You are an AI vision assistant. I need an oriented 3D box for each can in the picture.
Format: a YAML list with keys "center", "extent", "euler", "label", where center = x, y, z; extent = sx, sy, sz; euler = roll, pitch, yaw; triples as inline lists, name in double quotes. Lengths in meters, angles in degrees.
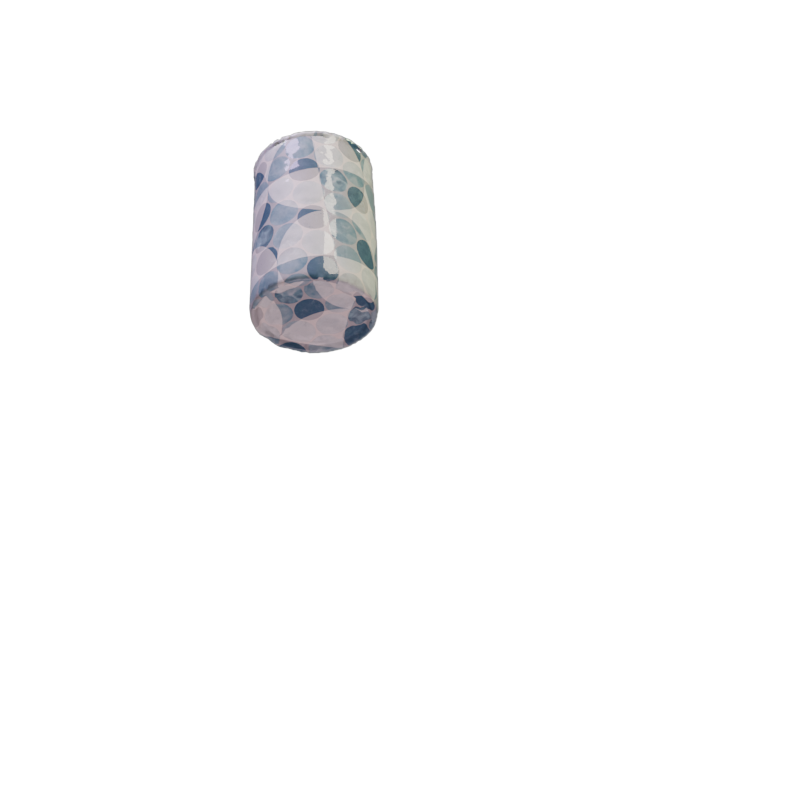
- center: [-0.047, -0.085, 0.597]
  extent: [0.068, 0.110, 0.064]
  euler: [-1, -36, -3]
  label: "can"
